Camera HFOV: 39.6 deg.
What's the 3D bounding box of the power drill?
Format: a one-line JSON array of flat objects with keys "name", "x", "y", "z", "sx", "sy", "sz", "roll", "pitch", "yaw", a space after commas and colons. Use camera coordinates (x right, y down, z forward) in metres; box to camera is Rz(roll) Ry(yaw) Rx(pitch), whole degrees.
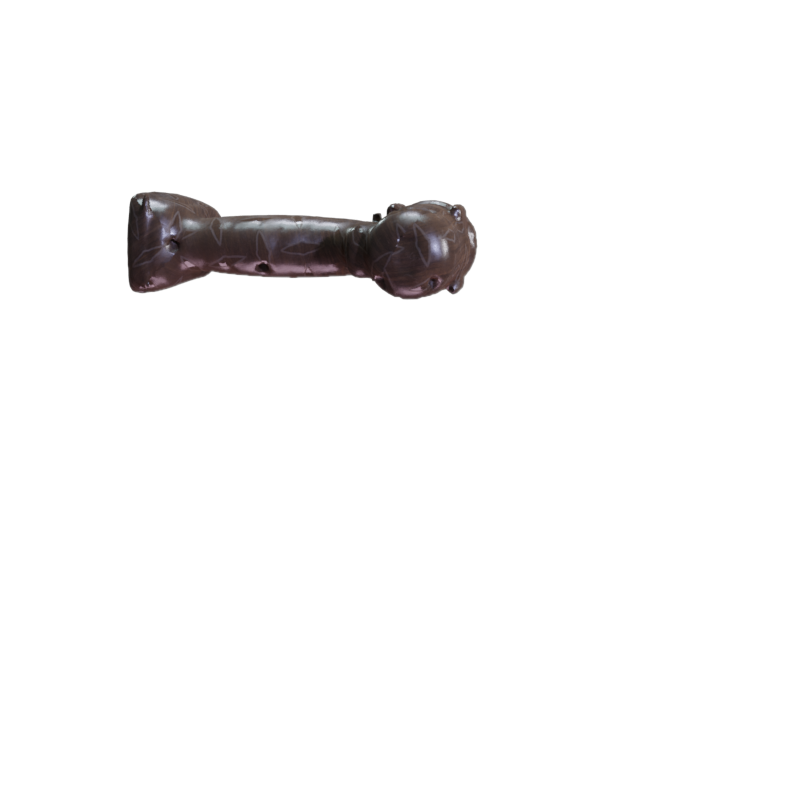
[{"name": "power drill", "x": -0.050, "y": -0.092, "z": 0.644, "sx": 0.190, "sy": 0.057, "sz": 0.184, "roll": 1, "pitch": 8, "yaw": 10}]
